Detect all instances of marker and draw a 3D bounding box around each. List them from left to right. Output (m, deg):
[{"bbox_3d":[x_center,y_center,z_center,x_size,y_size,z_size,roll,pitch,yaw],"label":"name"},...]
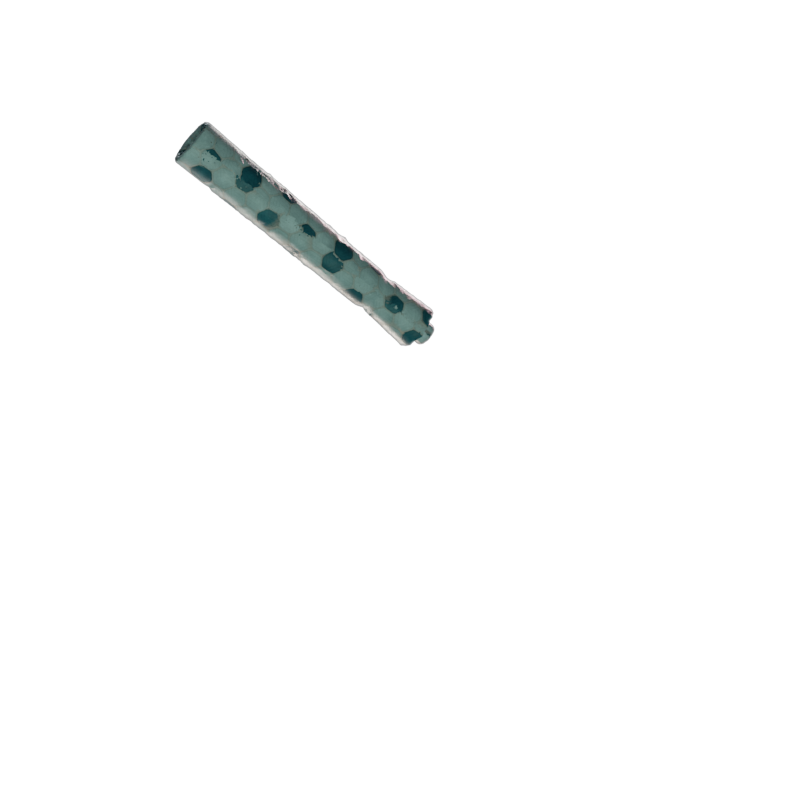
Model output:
[{"bbox_3d":[-0.033,-0.060,0.420,0.116,0.020,0.020,38,-11,-17],"label":"marker"}]
